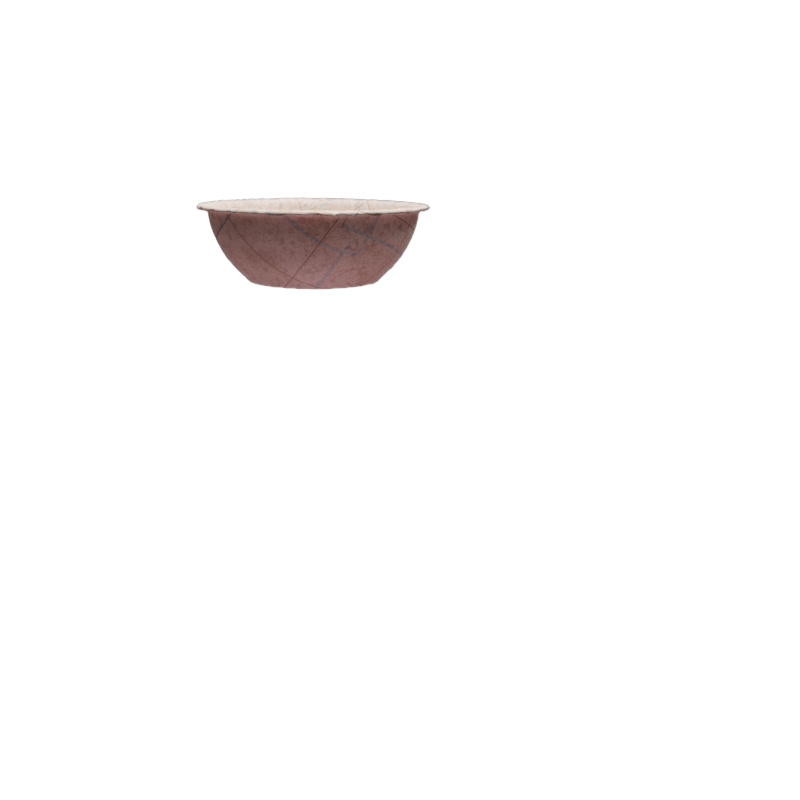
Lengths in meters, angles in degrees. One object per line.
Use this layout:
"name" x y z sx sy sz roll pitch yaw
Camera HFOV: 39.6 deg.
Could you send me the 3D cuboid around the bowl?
"bowl" -0.061 -0.111 0.774 0.162 0.054 0.166 0 13 -2
